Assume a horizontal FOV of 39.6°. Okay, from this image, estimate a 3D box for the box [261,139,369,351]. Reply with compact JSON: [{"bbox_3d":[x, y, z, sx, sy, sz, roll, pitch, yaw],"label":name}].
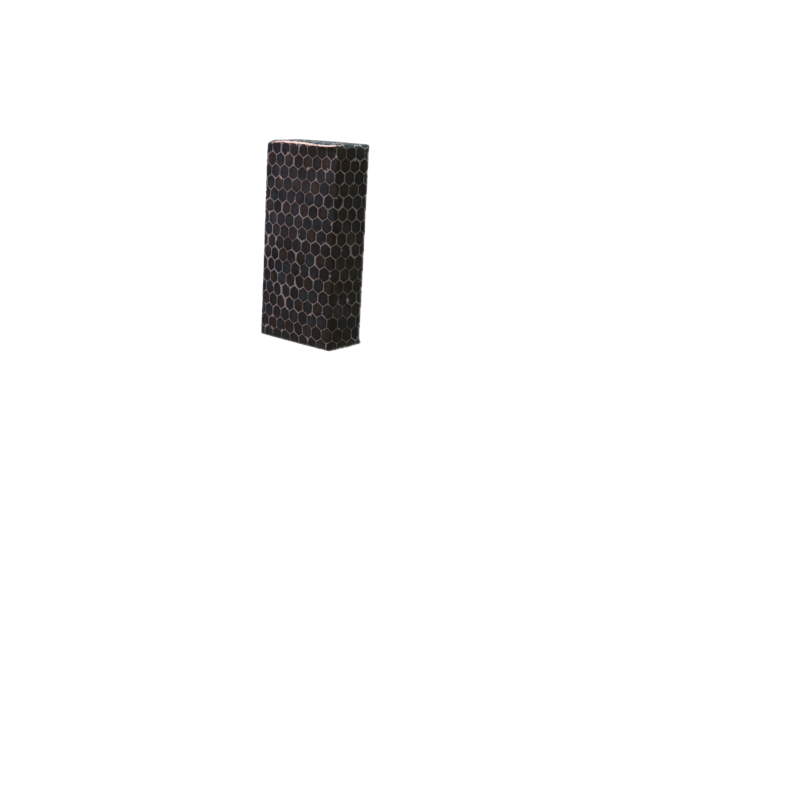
[{"bbox_3d":[-0.076,-0.139,0.970,0.098,0.172,0.047,10,13,43],"label":"box"}]
